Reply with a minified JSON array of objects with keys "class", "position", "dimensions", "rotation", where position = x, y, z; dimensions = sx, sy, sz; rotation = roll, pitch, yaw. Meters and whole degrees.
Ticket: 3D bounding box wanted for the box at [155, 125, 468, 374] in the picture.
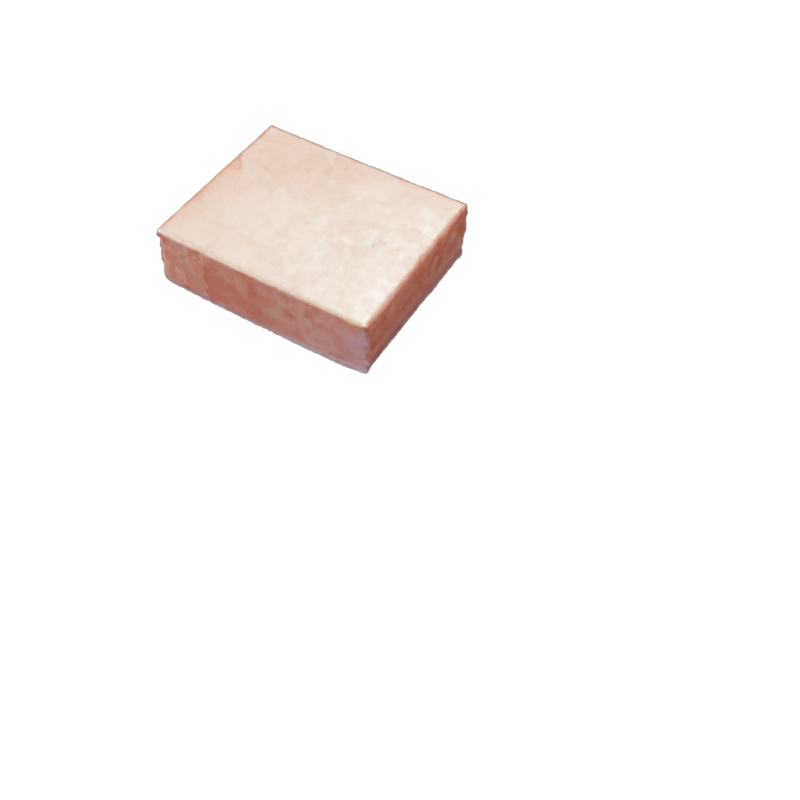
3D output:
[{"class":"box","position":[-0.040,-0.072,0.506],"dimensions":[0.119,0.036,0.092],"rotation":[26,54,20]}]
